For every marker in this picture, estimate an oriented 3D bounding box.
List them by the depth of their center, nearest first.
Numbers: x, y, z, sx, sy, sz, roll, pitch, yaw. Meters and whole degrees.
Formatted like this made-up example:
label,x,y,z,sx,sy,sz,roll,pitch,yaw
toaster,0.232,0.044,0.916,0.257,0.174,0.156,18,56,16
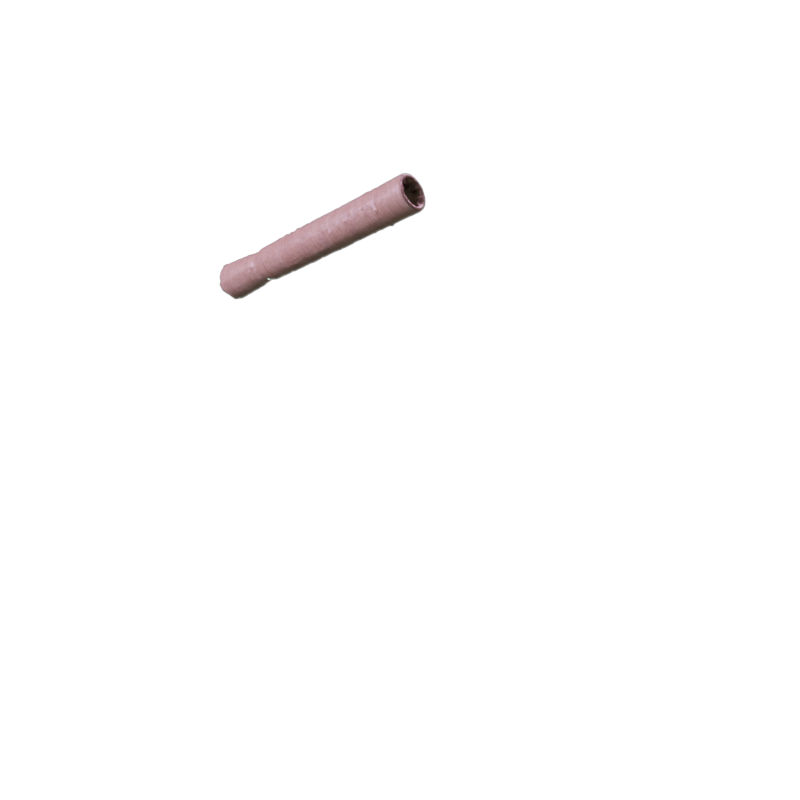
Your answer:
label,x,y,z,sx,sy,sz,roll,pitch,yaw
marker,-0.041,-0.074,0.521,0.122,0.020,0.019,-20,-9,36
